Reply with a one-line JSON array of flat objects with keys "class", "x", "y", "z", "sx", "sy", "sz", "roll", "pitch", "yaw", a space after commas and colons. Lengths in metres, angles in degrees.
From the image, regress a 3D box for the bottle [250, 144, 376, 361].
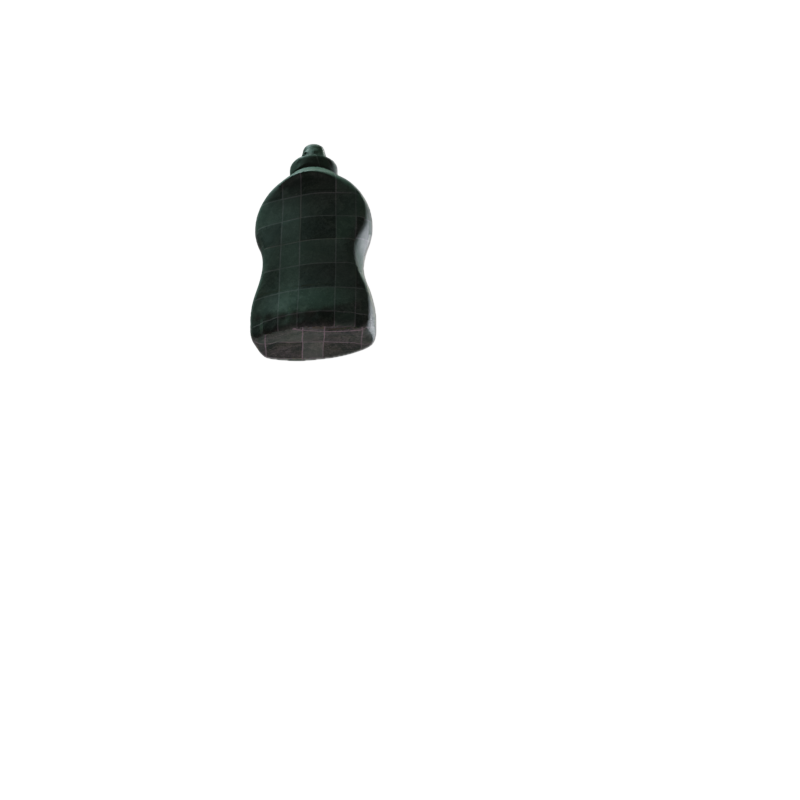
[{"class": "bottle", "x": -0.071, "y": -0.129, "z": 0.904, "sx": 0.097, "sy": 0.204, "sz": 0.054, "roll": -9, "pitch": -31, "yaw": 12}]
